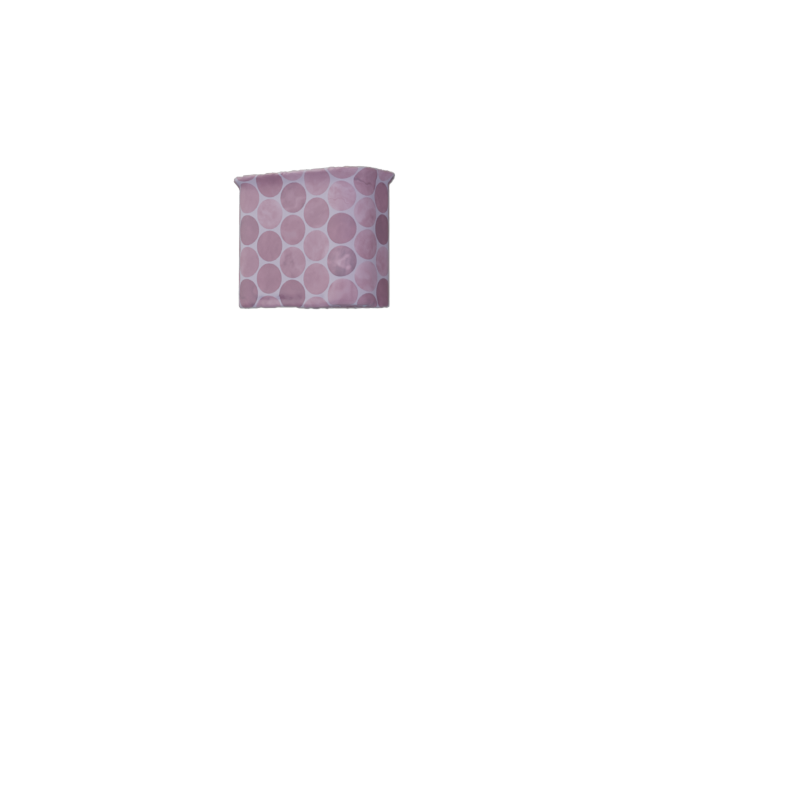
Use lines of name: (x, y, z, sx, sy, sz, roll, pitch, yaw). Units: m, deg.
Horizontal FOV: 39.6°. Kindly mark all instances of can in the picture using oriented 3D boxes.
can: (-0.055, -0.099, 0.695, 0.105, 0.084, 0.055, 0, -1, 32)
